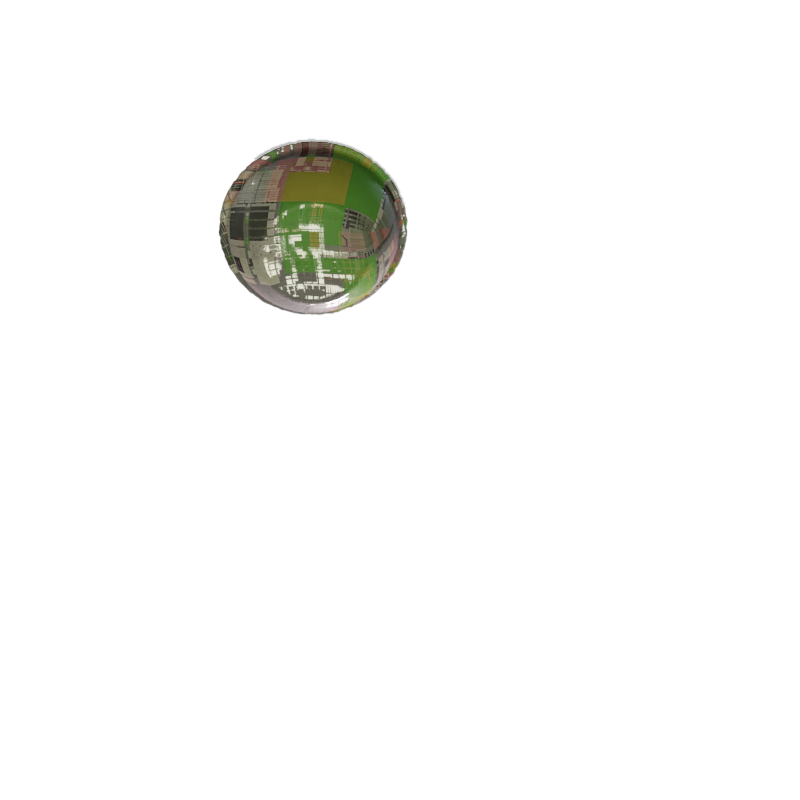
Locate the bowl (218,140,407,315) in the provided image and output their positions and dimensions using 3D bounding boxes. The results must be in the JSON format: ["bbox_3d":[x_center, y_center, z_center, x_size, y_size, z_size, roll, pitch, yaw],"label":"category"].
[{"bbox_3d":[-0.073,-0.133,0.929,0.162,0.154,0.058,1,25,-1],"label":"bowl"}]
